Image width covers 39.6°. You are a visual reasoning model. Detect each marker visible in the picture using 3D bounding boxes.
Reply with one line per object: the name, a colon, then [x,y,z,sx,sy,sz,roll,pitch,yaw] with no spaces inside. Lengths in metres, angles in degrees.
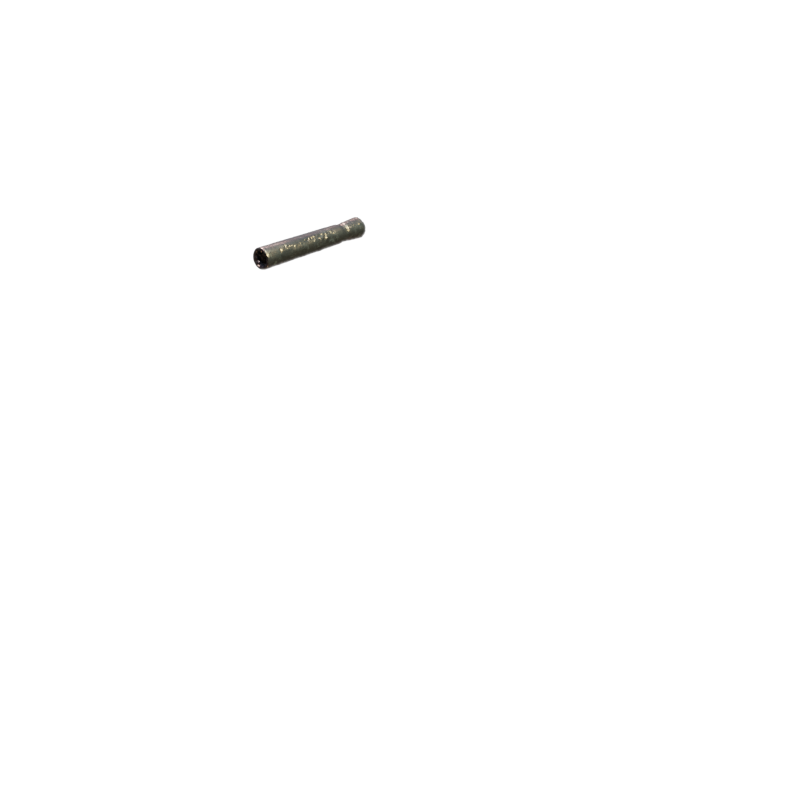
marker: [-0.073,-0.133,0.932,0.021,0.019,0.120,4,22,44]
